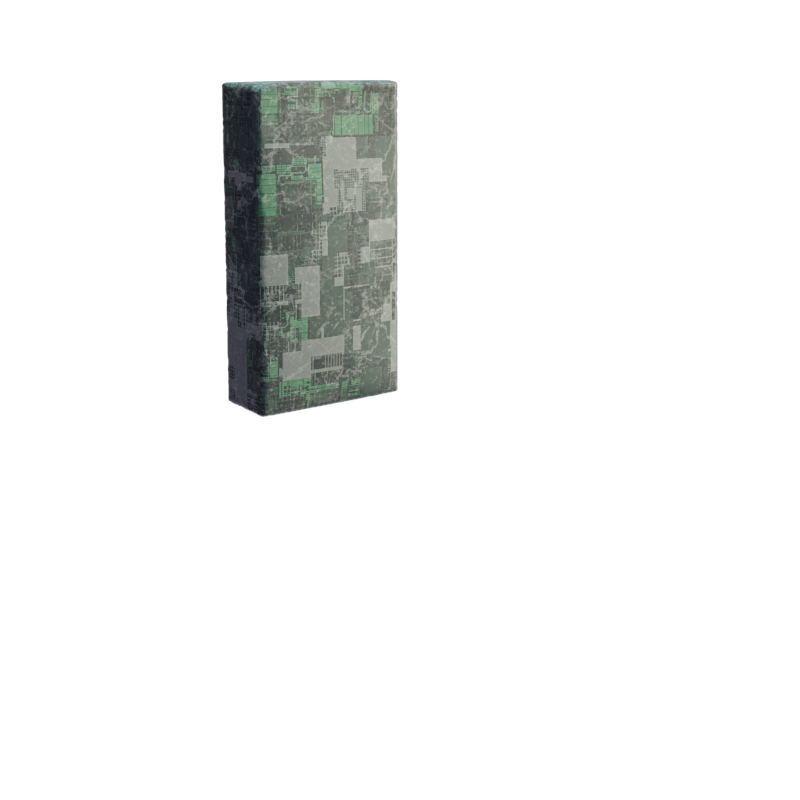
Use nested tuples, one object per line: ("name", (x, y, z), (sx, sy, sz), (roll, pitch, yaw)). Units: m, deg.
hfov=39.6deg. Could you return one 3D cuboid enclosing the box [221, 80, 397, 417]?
("box", (-0.048, -0.087, 0.611), (0.091, 0.172, 0.051), (-8, 14, -34))
